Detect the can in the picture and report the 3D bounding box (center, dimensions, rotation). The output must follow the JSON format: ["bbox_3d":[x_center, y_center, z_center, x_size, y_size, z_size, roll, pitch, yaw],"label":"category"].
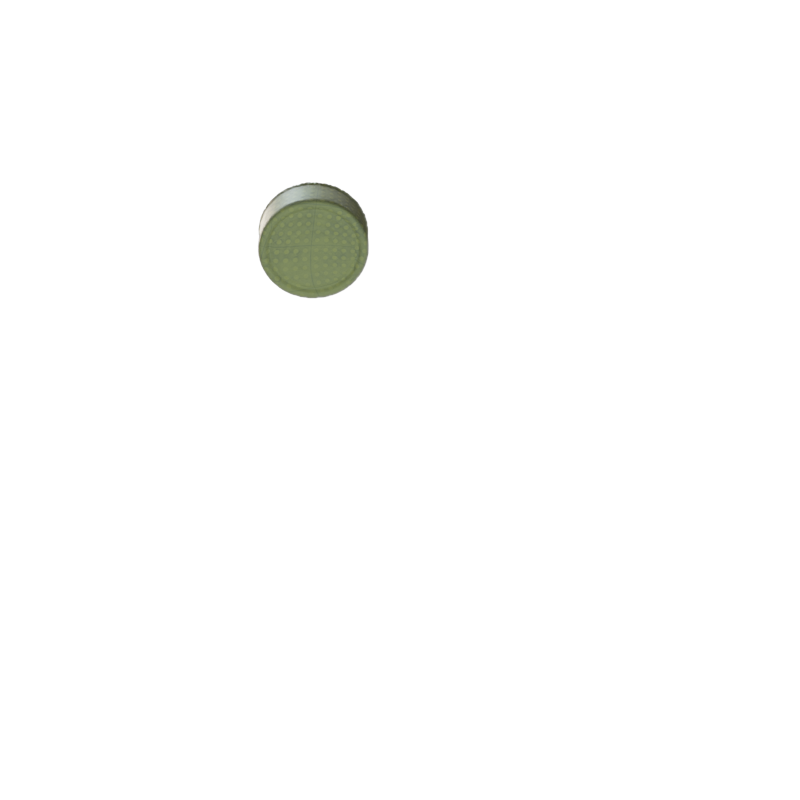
[{"bbox_3d":[-0.067,-0.122,0.853,0.086,0.081,0.036,1,29,-1],"label":"can"}]
